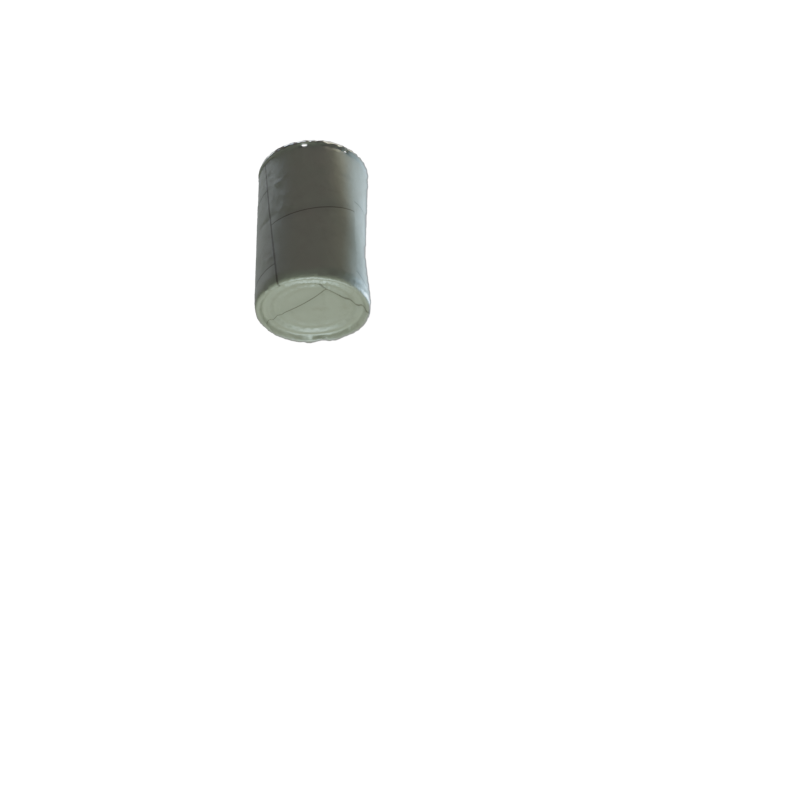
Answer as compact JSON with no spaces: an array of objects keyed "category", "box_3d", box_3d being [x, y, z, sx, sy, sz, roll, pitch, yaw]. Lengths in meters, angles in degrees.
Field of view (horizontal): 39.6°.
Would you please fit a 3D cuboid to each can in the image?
[{"category":"can","box_3d":[-0.051,-0.093,0.654,0.068,0.109,0.064,-1,-35,-2]}]
